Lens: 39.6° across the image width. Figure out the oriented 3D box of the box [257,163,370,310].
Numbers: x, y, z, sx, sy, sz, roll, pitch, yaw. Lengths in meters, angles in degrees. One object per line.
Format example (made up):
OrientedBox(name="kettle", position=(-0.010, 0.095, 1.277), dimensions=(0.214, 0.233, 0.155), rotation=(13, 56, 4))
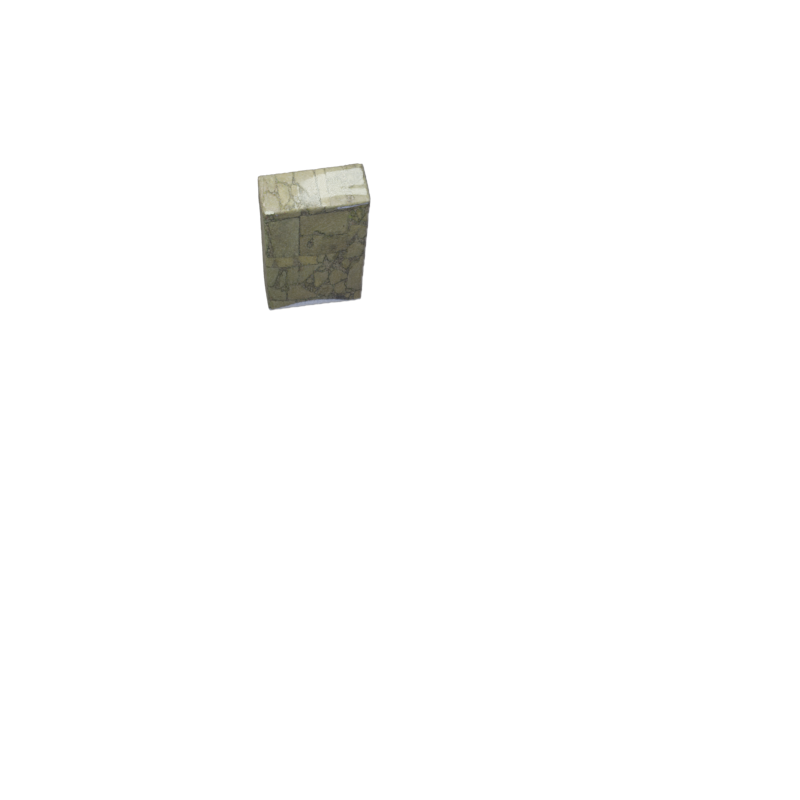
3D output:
OrientedBox(name="box", position=(-0.078, -0.142, 0.995), dimensions=(0.093, 0.051, 0.167), rotation=(-8, -21, -7))
